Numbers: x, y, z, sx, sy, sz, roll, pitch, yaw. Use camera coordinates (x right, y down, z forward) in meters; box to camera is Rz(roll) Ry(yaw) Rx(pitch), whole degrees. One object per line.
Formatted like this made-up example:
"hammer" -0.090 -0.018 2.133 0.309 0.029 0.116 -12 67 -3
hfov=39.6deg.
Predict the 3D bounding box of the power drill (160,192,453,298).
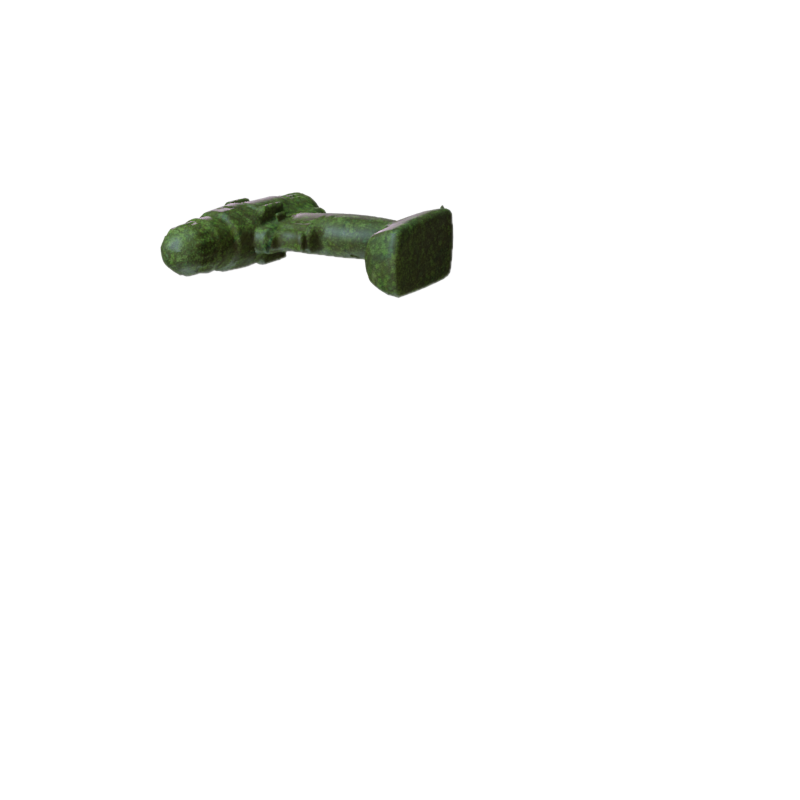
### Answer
"power drill" -0.067 -0.123 0.862 0.196 0.055 0.184 12 24 29
